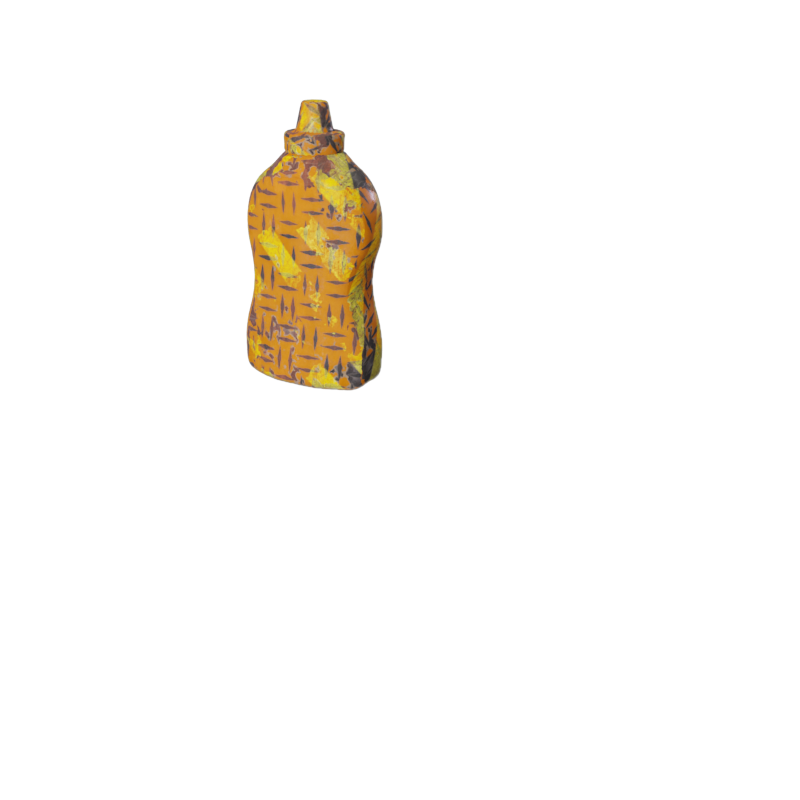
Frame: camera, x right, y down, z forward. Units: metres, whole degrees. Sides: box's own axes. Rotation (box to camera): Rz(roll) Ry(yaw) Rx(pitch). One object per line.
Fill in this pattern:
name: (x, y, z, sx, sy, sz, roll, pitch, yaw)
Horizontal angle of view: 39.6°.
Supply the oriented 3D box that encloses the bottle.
bottle: (-0.059, -0.108, 0.756, 0.100, 0.185, 0.058, 11, 18, 31)
